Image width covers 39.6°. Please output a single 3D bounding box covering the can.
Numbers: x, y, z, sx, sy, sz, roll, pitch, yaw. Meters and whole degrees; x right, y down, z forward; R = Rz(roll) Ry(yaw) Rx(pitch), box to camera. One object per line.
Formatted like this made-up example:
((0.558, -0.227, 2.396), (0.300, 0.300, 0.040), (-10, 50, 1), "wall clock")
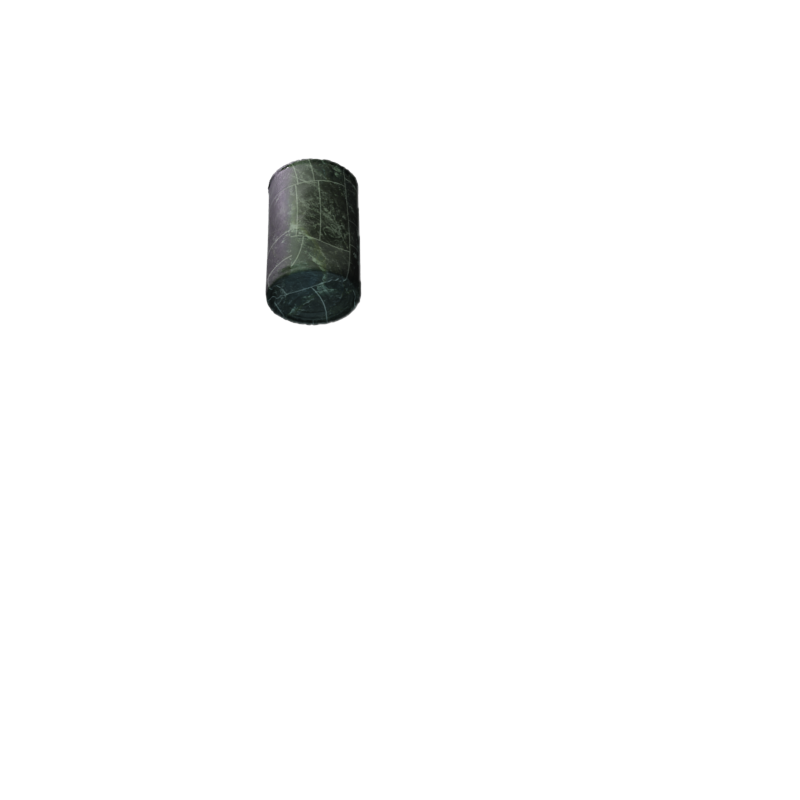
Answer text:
((-0.062, -0.114, 0.797), (0.068, 0.109, 0.064), (-1, -35, -2), "can")
